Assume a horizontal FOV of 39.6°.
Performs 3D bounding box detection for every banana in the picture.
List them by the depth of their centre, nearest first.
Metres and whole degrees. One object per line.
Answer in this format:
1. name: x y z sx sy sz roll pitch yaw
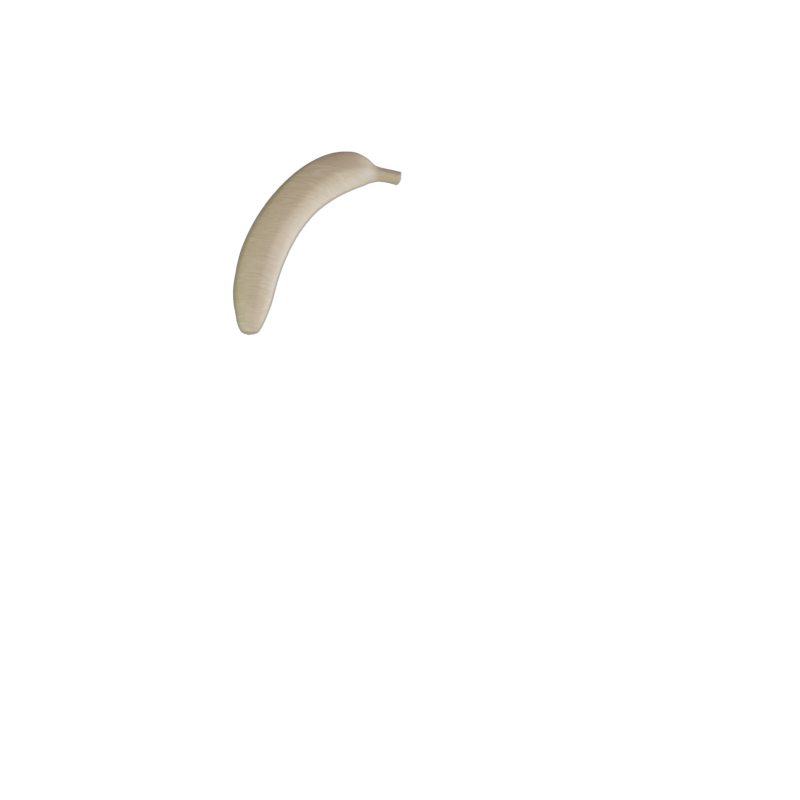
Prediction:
1. banana: -0.082 -0.142 0.904 0.072 0.201 0.035 35 -21 14
